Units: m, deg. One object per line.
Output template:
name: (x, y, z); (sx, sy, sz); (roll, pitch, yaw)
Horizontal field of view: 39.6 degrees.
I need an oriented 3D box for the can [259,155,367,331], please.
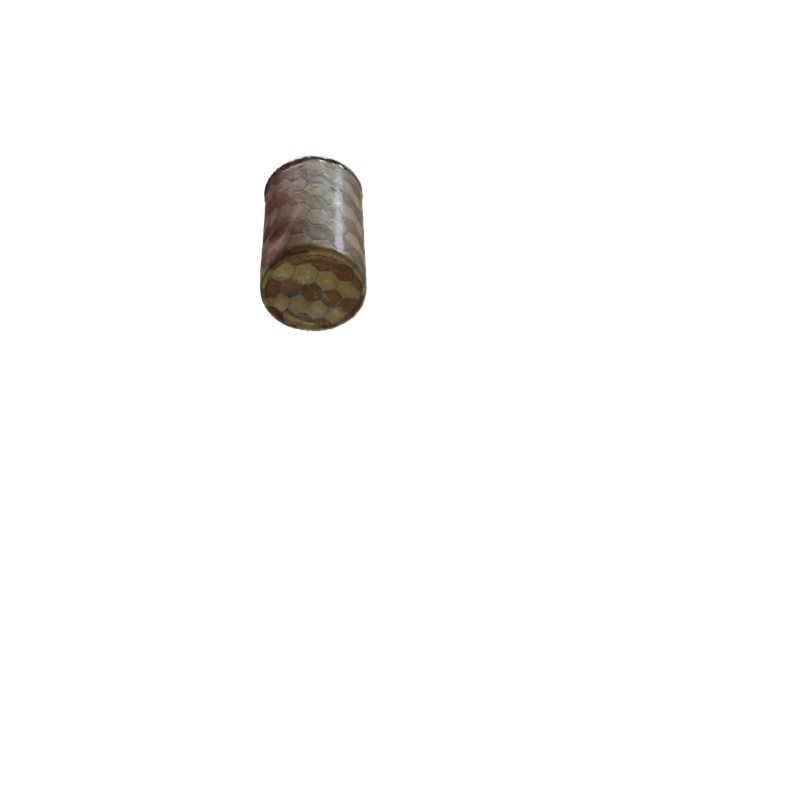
can: (-0.056, -0.103, 0.720); (0.068, 0.064, 0.110); (-1, 43, -3)
